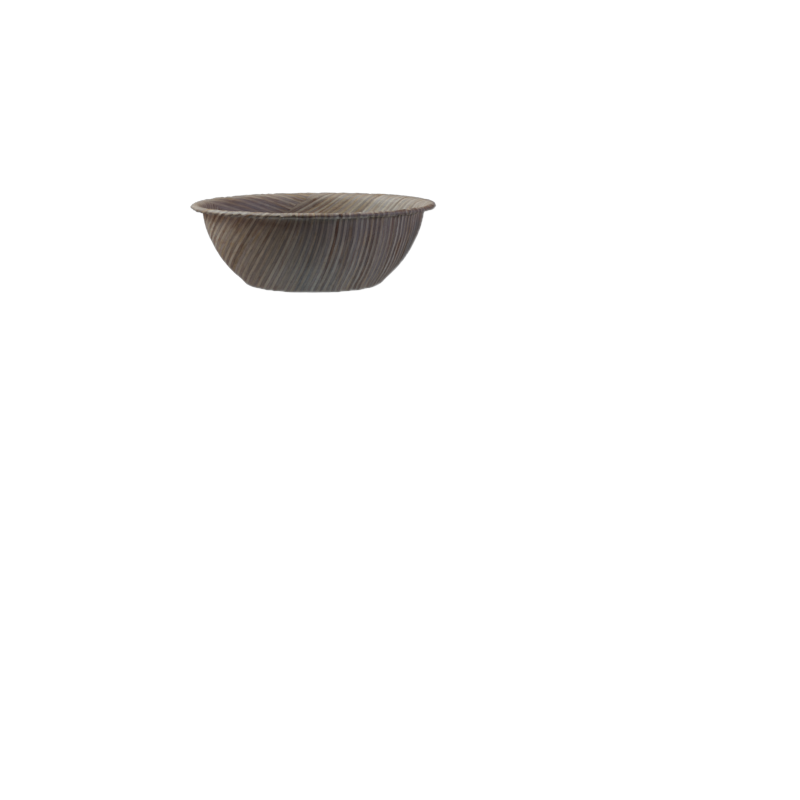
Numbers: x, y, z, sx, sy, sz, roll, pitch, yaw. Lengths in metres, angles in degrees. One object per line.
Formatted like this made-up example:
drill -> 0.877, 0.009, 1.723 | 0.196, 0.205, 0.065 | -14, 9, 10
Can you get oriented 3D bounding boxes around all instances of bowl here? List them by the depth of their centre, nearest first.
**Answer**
bowl -> -0.058, -0.105, 0.739 | 0.162, 0.054, 0.166 | 0, 14, -2
